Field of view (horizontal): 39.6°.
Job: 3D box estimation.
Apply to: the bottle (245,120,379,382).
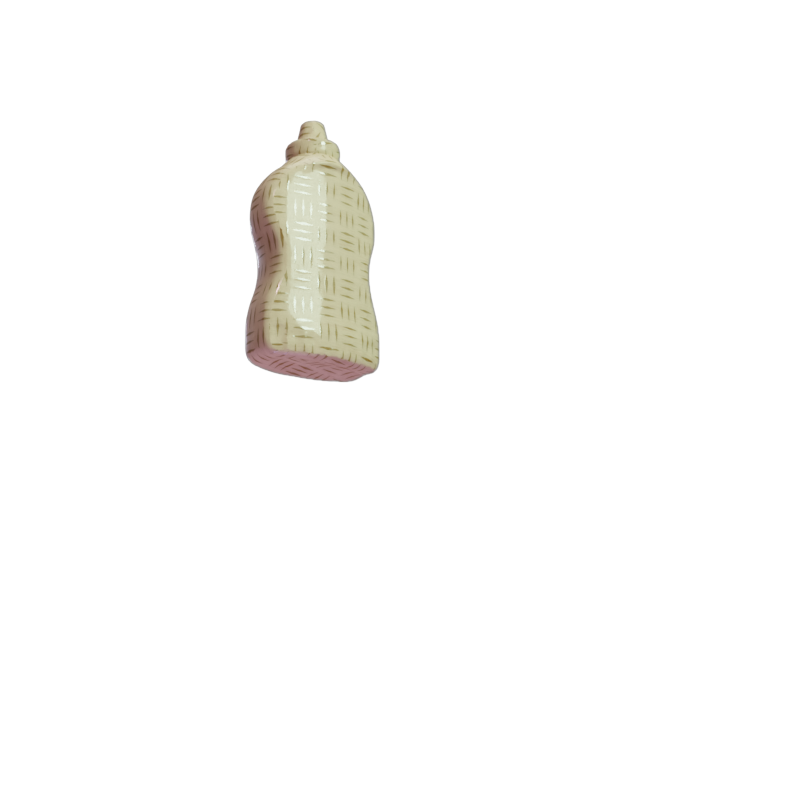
[{"bbox_3d":[-0.063,-0.114,0.800,0.092,0.201,0.058,11,-25,-30],"label":"bottle"}]
